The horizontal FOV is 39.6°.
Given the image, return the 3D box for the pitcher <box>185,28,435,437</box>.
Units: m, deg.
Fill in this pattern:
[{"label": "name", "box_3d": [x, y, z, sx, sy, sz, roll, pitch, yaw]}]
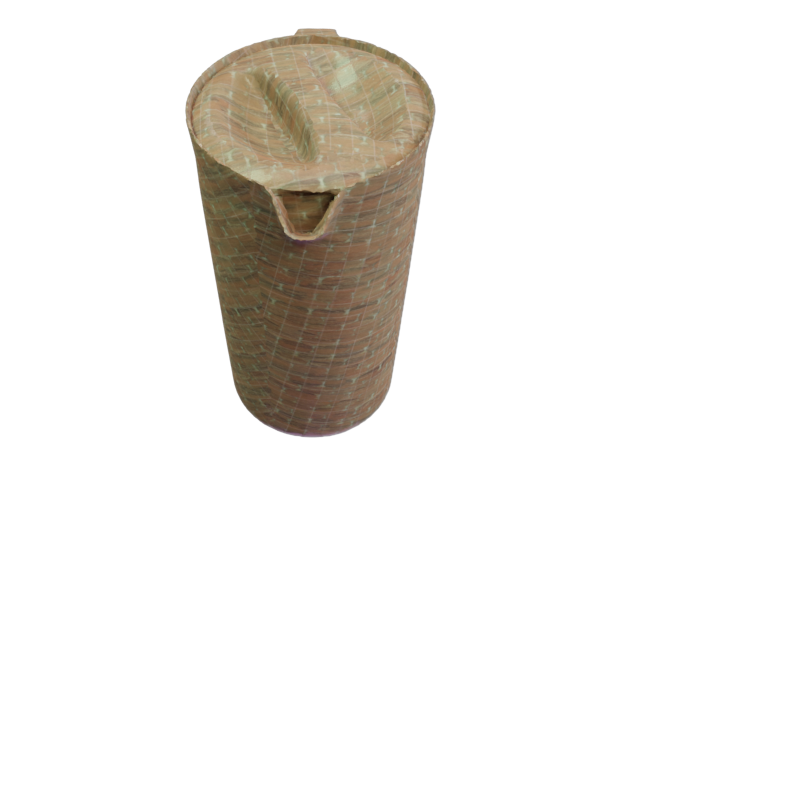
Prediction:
[{"label": "pitcher", "box_3d": [-0.053, -0.097, 0.679, 0.154, 0.226, 0.150, 37, 57, 26]}]
